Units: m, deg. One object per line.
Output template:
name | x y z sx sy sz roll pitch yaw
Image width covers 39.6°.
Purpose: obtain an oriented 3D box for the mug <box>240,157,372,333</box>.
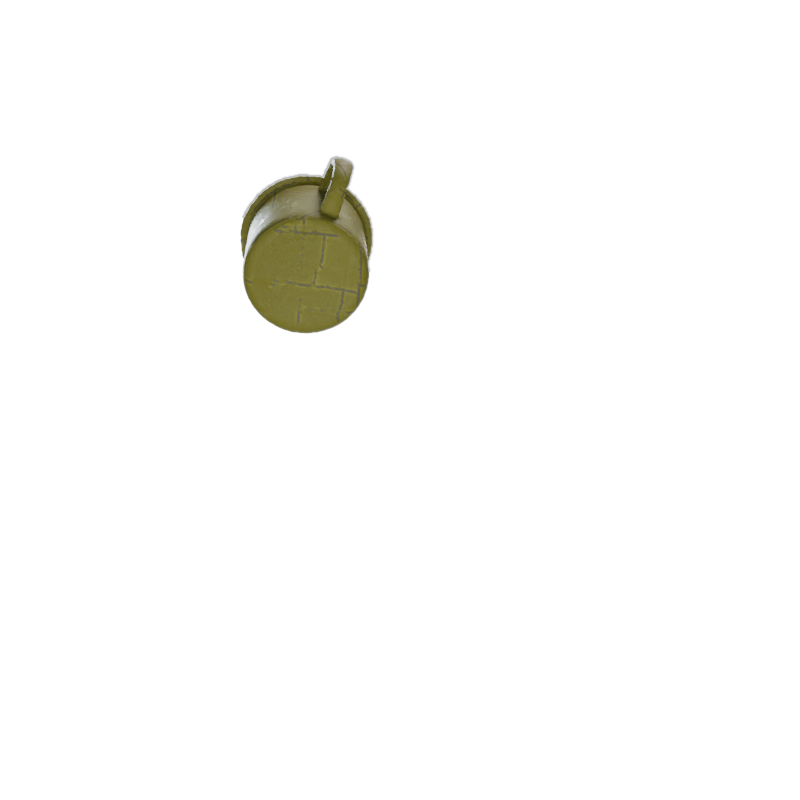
mug | -0.058 -0.105 0.739 0.091 0.114 0.085 23 19 -11
